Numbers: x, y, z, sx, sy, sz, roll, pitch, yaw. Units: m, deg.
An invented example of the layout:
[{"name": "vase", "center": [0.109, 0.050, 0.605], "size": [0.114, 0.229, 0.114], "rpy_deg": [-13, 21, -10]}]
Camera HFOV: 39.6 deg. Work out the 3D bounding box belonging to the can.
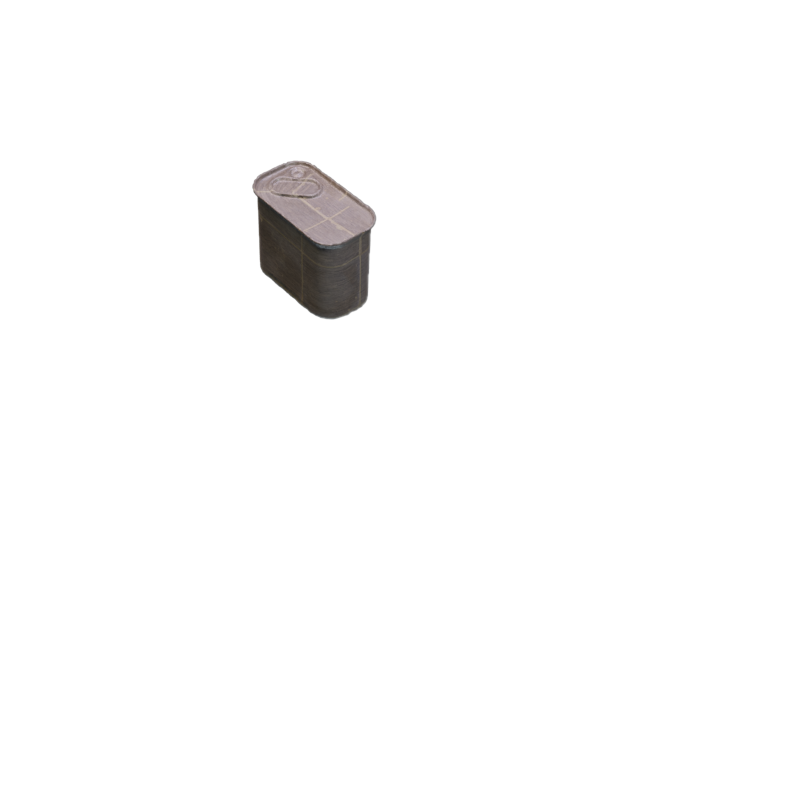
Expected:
[{"name": "can", "center": [-0.067, -0.123, 0.858], "size": [0.057, 0.078, 0.109], "rpy_deg": [-30, 53, -28]}]
